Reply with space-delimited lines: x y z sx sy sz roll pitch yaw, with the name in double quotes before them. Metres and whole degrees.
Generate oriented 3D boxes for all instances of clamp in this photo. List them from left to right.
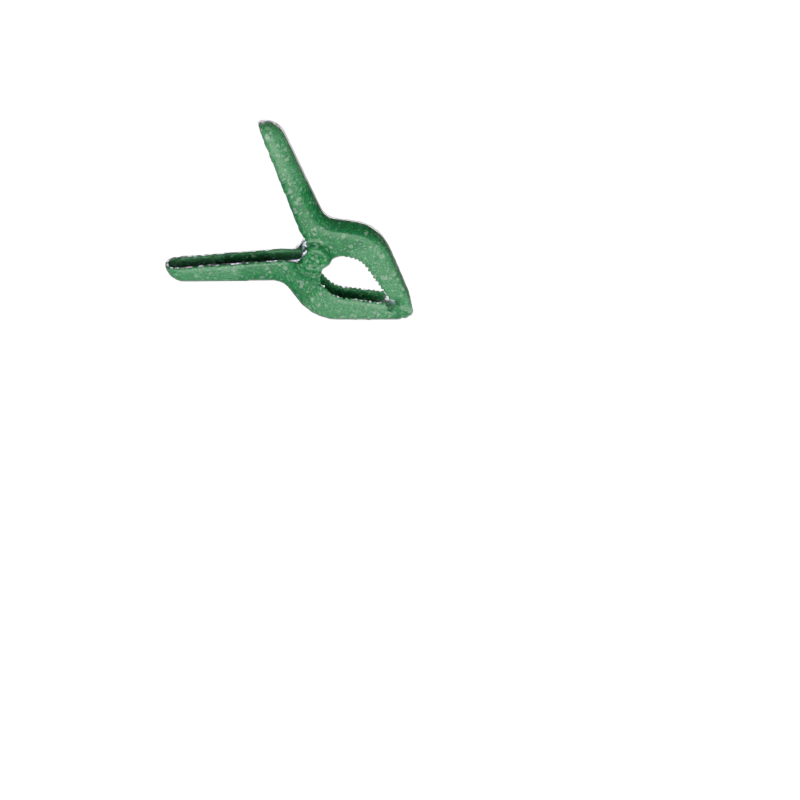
"clamp" -0.074 -0.134 0.942 0.204 0.159 0.039 24 27 -13
